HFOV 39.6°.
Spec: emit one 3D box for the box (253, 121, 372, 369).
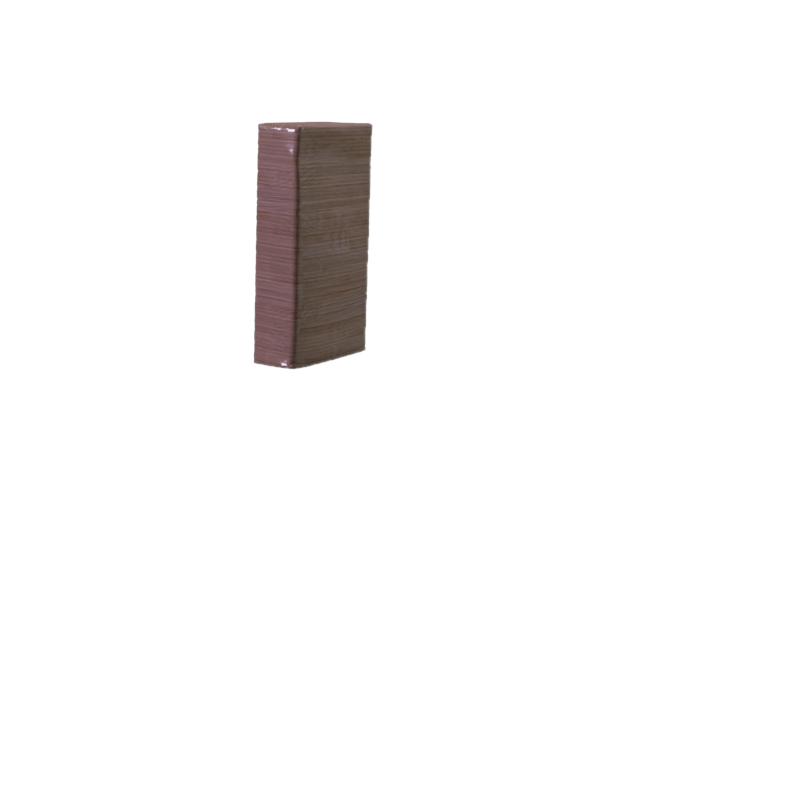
[{"bbox_3d":[-0.064,-0.117,0.821,0.050,0.173,0.091,5,9,34],"label":"box"}]
